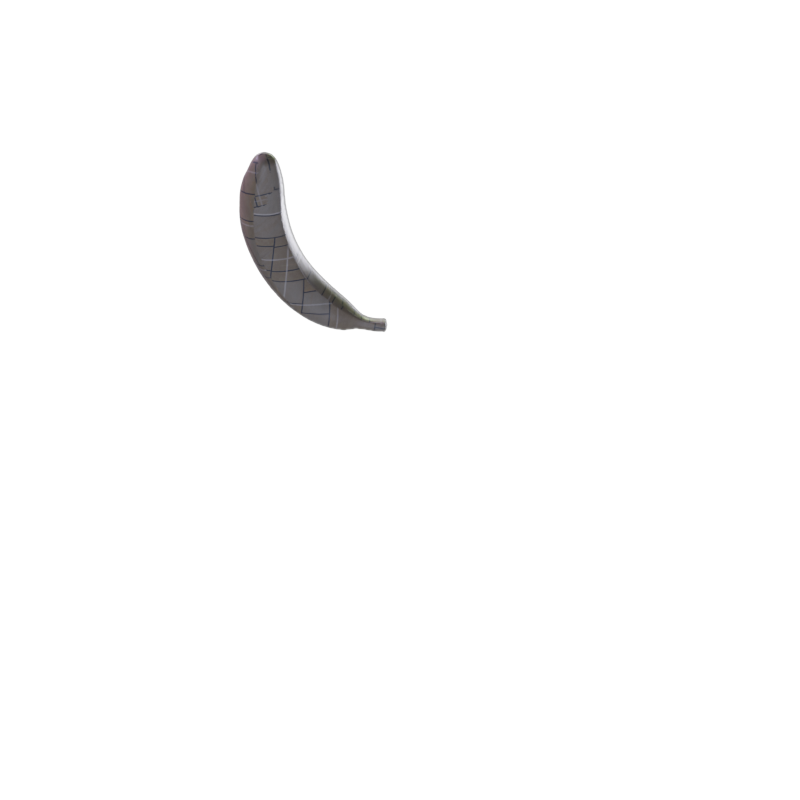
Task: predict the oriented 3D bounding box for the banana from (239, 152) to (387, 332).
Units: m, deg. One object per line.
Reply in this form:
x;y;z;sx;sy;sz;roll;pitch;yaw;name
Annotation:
-0.083;-0.115;0.875;0.070;0.039;0.183;-22;-49;19;banana
